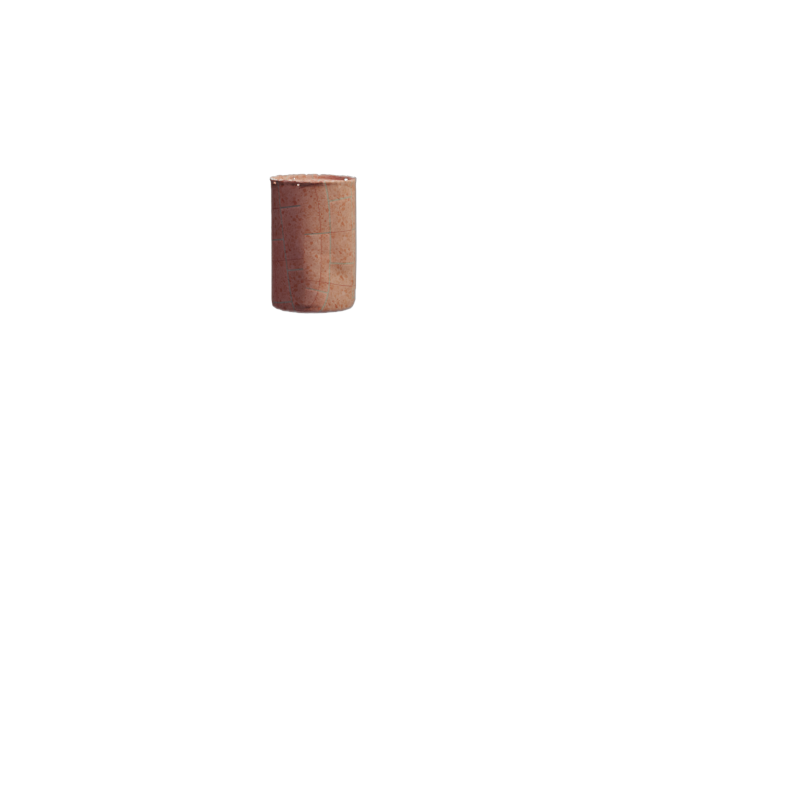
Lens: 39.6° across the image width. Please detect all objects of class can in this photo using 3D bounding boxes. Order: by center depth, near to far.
[{"bbox_3d":[-0.068,-0.124,0.870,0.068,0.100,0.070,0,11,-2],"label":"can"}]
